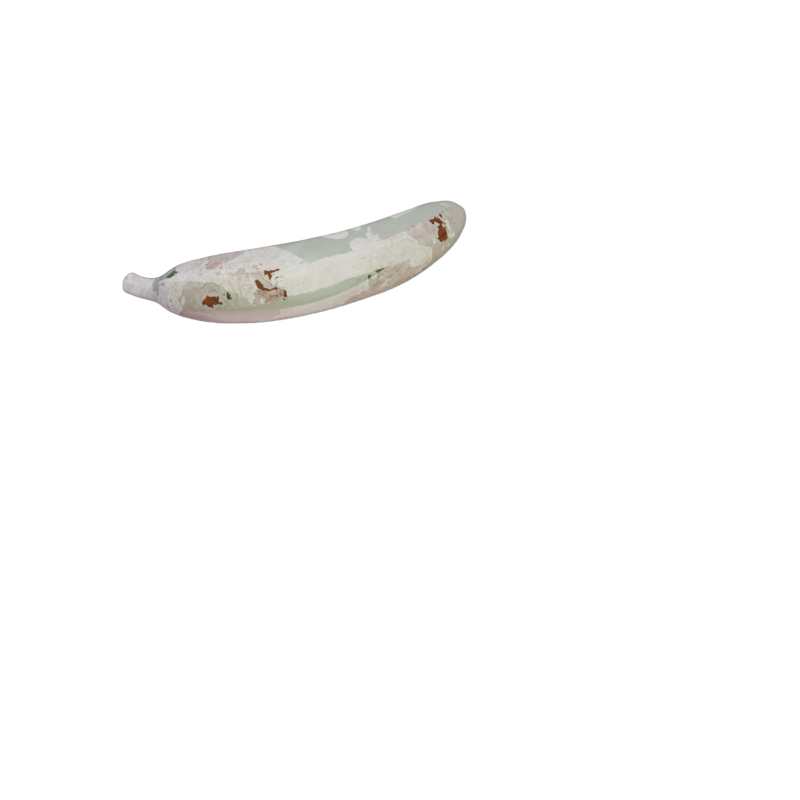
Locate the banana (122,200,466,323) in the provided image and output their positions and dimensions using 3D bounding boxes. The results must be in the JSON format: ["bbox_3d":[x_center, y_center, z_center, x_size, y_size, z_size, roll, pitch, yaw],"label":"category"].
[{"bbox_3d":[-0.043,-0.074,0.581,0.195,0.034,0.075,-13,37,-18],"label":"banana"}]
